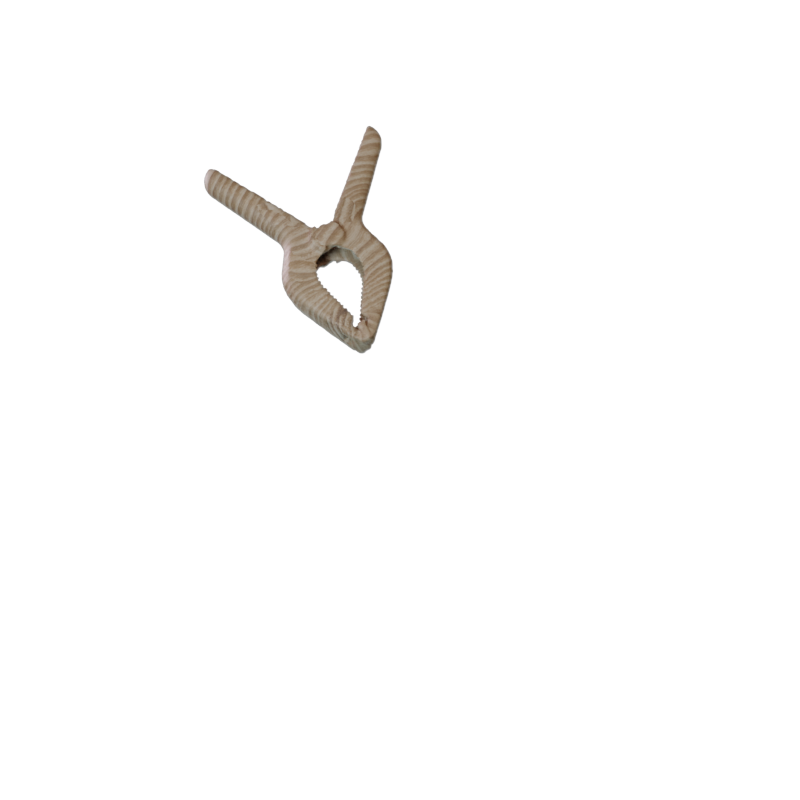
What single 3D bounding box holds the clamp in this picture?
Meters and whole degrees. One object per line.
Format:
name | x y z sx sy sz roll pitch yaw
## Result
clamp | -0.075 -0.136 0.954 0.163 0.224 0.034 -12 -26 -6
